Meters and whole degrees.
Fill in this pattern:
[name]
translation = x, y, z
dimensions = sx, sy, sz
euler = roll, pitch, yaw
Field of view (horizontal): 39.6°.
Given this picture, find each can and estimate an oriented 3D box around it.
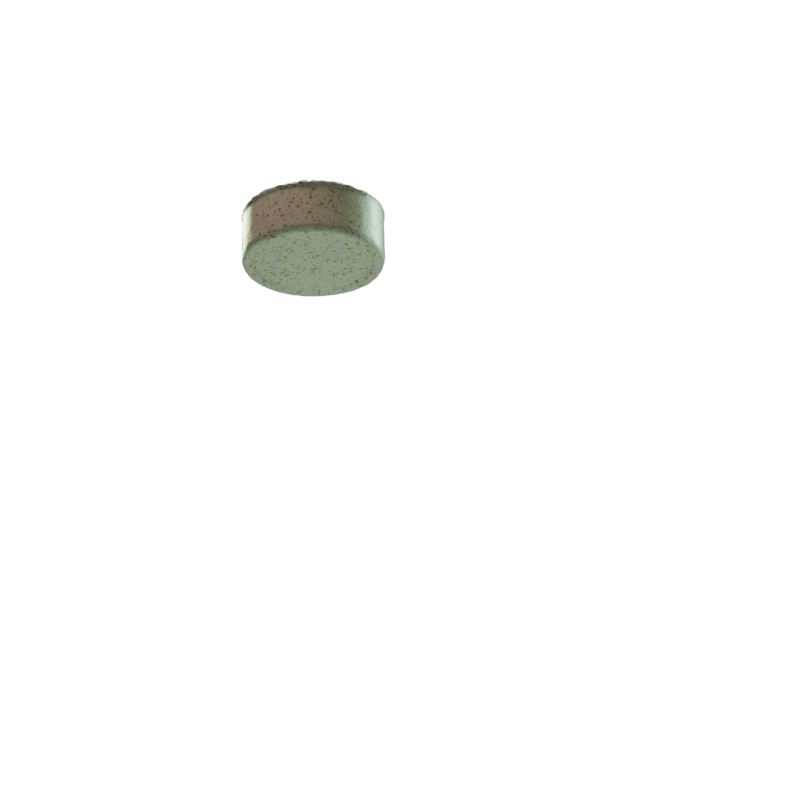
[can]
translation = -0.051, -0.094, 0.658
dimensions = 0.086, 0.035, 0.081
euler = 1, -23, -2
